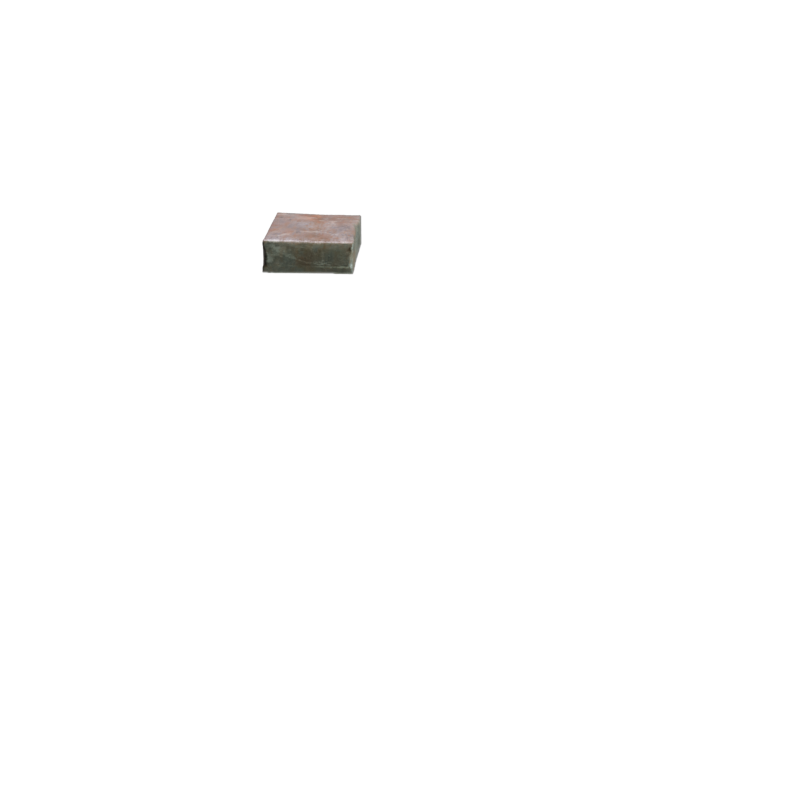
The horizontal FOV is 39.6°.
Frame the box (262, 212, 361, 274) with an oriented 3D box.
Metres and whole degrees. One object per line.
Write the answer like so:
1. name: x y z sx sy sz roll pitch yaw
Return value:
1. box: -0.071 -0.129 0.907 0.074 0.029 0.093 2 23 4
